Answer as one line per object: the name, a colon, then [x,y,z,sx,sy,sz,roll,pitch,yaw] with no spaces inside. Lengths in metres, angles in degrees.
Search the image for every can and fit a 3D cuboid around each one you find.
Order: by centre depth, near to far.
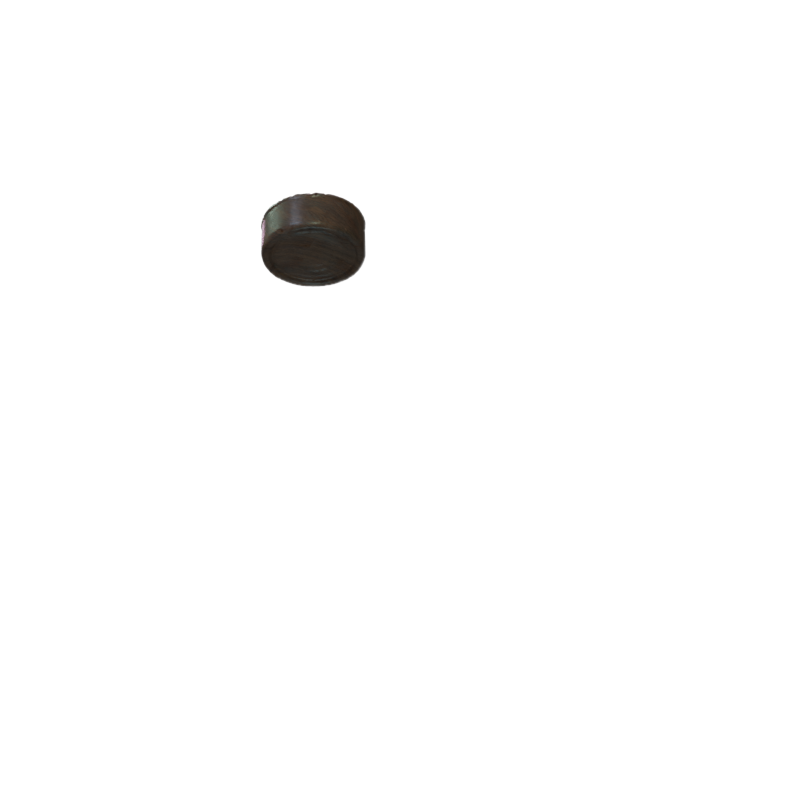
can: [-0.071,-0.129,0.901,0.086,0.036,0.080,1,-32,-2]
